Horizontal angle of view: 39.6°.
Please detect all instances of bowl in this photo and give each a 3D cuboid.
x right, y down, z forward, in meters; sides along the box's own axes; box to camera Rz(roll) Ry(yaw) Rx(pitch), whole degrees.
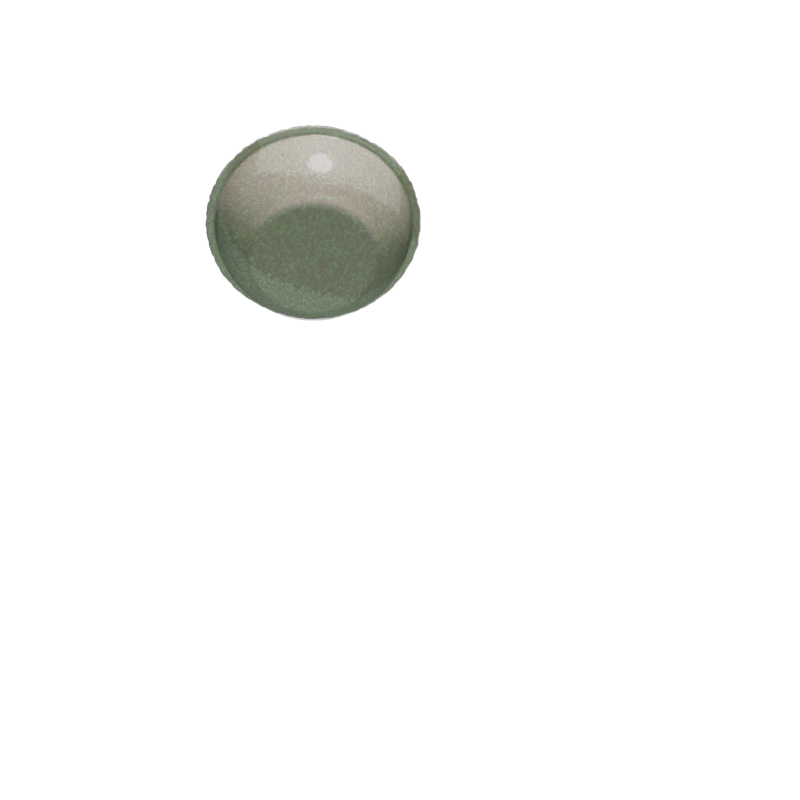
[{"bbox_3d":[-0.063,-0.116,0.810,0.162,0.153,0.058,1,30,-1],"label":"bowl"}]
